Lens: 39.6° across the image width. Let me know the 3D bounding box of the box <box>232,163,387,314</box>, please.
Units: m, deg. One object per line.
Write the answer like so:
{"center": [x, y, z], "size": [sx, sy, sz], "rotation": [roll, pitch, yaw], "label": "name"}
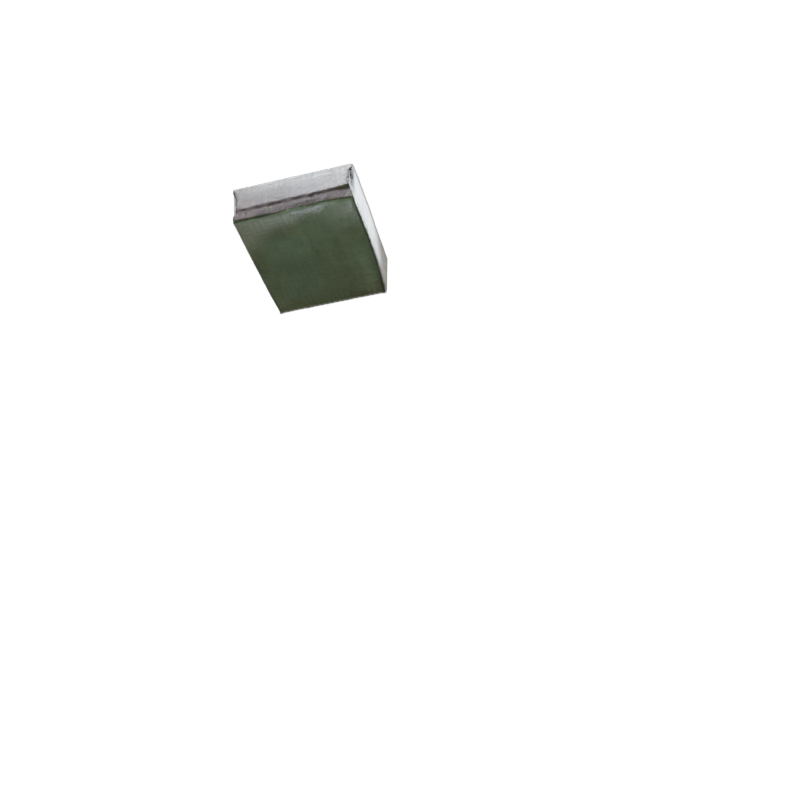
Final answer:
{"center": [-0.064, -0.116, 0.815], "size": [0.091, 0.042, 0.105], "rotation": [-10, -40, 11], "label": "box"}
